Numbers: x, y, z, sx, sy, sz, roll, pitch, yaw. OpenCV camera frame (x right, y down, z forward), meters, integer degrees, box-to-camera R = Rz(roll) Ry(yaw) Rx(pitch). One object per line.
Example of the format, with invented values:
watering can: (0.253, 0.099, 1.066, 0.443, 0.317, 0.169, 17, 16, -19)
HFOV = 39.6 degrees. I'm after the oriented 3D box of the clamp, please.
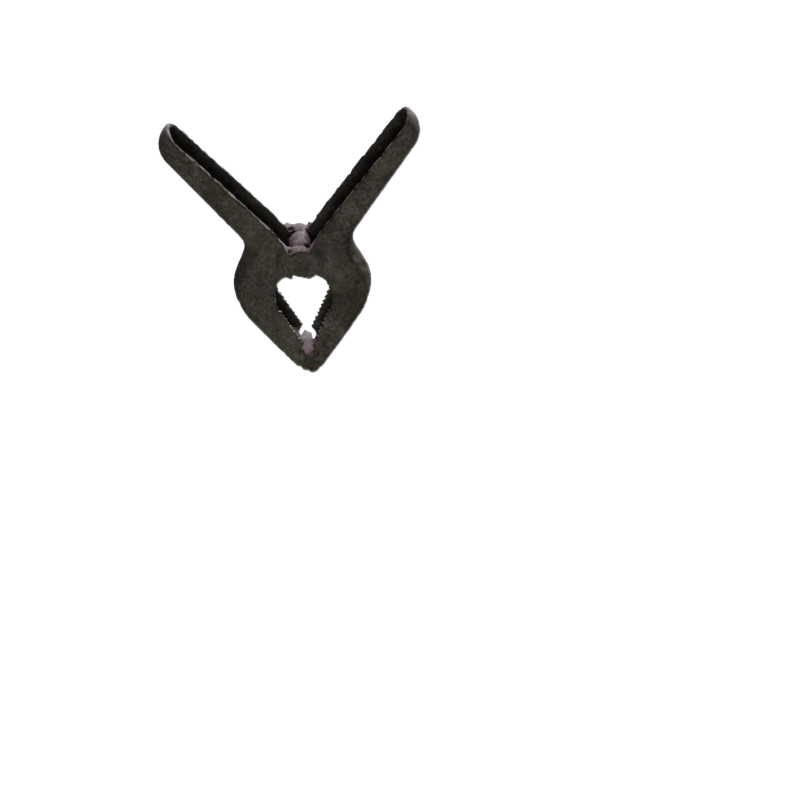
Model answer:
clamp: (-0.059, -0.107, 0.748, 0.165, 0.195, 0.039, -7, 38, 6)
